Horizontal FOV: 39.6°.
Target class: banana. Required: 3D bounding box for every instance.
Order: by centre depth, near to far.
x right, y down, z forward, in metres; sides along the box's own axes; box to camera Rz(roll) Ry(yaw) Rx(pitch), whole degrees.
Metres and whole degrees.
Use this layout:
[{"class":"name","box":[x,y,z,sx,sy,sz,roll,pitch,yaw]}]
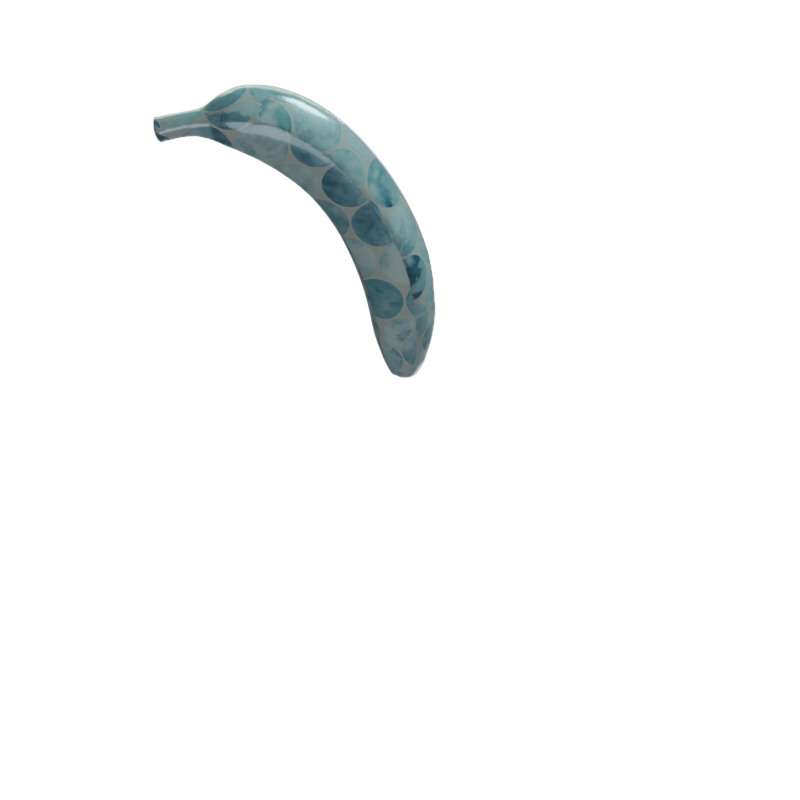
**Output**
[{"class":"banana","box":[-0.031,-0.090,0.547,0.069,0.186,0.039,-34,28,20]}]
